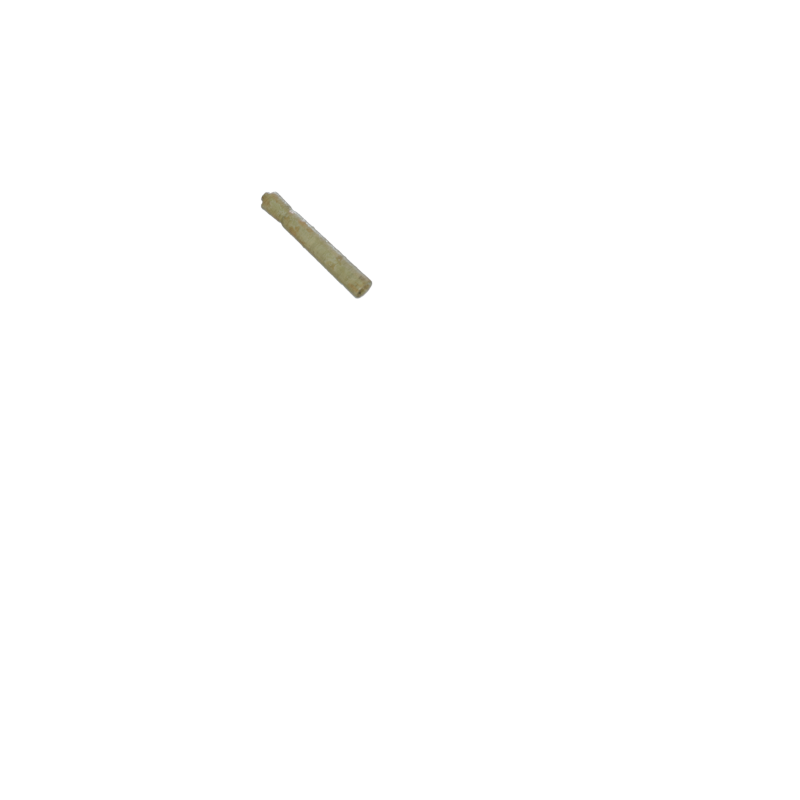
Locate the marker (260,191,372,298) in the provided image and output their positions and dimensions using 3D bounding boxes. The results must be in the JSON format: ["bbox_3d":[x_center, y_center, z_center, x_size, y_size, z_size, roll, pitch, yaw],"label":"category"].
[{"bbox_3d":[-0.071,-0.129,0.903,0.127,0.019,0.019,45,22,21],"label":"marker"}]
